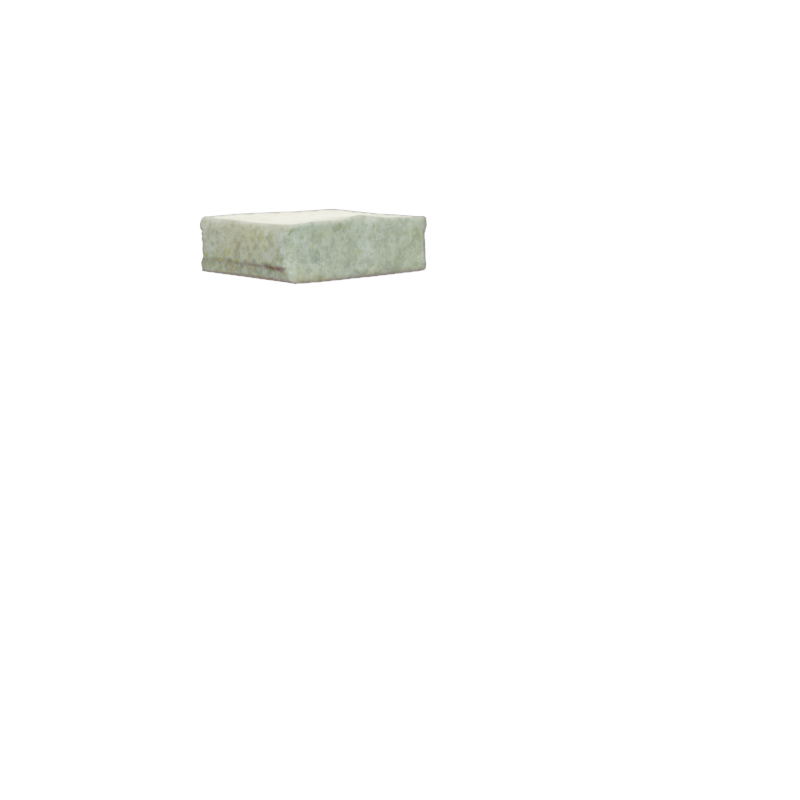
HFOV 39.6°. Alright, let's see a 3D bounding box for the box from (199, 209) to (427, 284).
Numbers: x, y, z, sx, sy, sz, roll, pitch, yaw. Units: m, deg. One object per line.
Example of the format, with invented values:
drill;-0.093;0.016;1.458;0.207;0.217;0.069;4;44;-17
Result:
box;-0.043;-0.078;0.549;0.087;0.030;0.077;-11;16;-40
